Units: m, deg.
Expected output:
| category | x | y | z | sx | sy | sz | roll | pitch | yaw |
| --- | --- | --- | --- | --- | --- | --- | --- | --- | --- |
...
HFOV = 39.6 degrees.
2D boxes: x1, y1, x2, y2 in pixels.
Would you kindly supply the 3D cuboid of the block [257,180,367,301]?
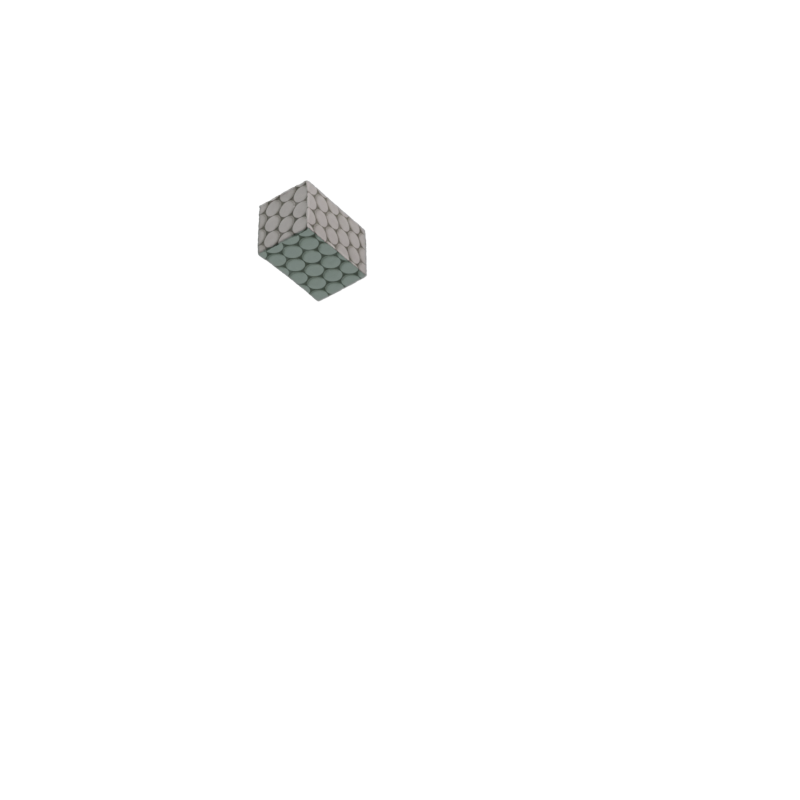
| category | x | y | z | sx | sy | sz | roll | pitch | yaw |
| --- | --- | --- | --- | --- | --- | --- | --- | --- | --- |
| block | -0.069 | -0.126 | 0.883 | 0.053 | 0.055 | 0.072 | -25 | -43 | 27 |
